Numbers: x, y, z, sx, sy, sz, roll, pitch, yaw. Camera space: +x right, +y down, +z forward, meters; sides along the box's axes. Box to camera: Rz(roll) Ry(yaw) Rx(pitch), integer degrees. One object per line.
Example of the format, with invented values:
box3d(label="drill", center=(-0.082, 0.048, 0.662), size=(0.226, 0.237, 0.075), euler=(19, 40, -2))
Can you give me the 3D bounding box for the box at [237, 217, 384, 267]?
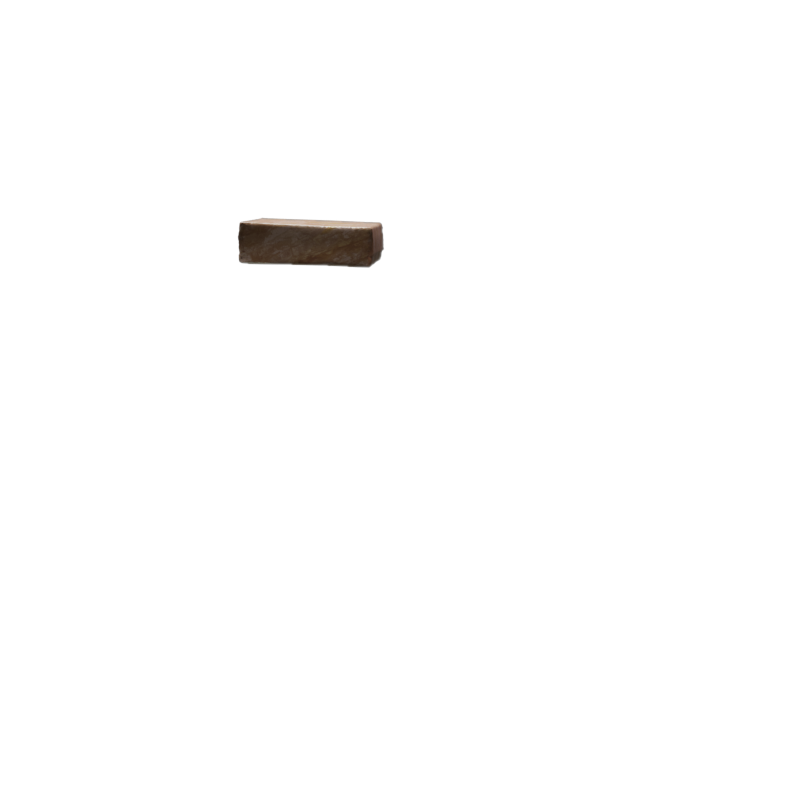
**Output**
box3d(label="box", center=(-0.074, -0.135, 0.946), size=(0.115, 0.038, 0.090), euler=(1, 9, 7))
